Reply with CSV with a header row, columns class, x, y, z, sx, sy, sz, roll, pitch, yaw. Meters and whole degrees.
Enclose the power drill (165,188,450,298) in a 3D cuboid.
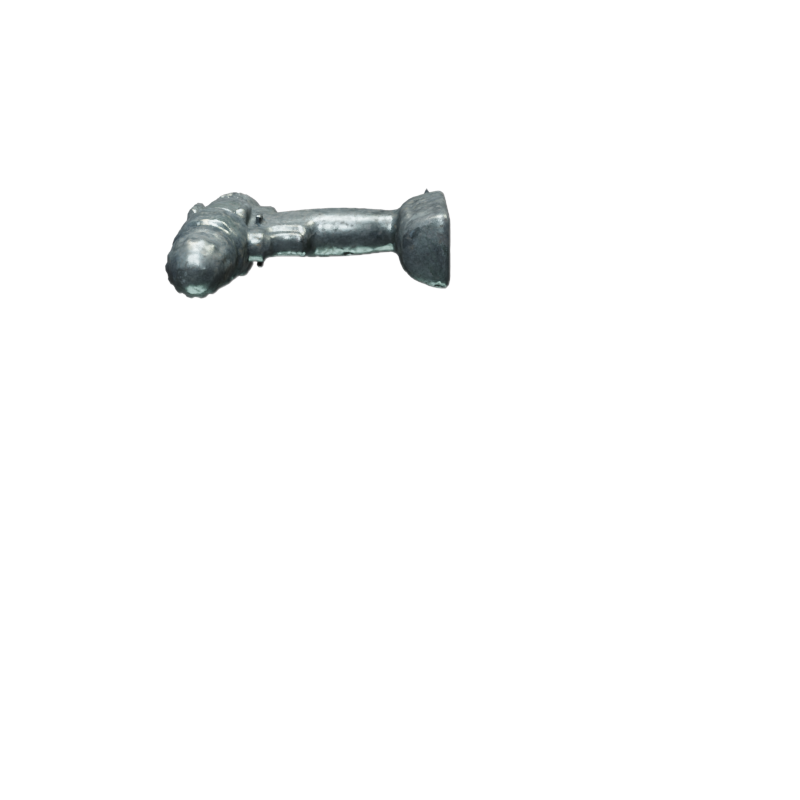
class,x,y,z,sx,sy,sz,roll,pitch,yaw
power drill,-0.060,-0.110,0.767,0.189,0.055,0.191,1,21,3
